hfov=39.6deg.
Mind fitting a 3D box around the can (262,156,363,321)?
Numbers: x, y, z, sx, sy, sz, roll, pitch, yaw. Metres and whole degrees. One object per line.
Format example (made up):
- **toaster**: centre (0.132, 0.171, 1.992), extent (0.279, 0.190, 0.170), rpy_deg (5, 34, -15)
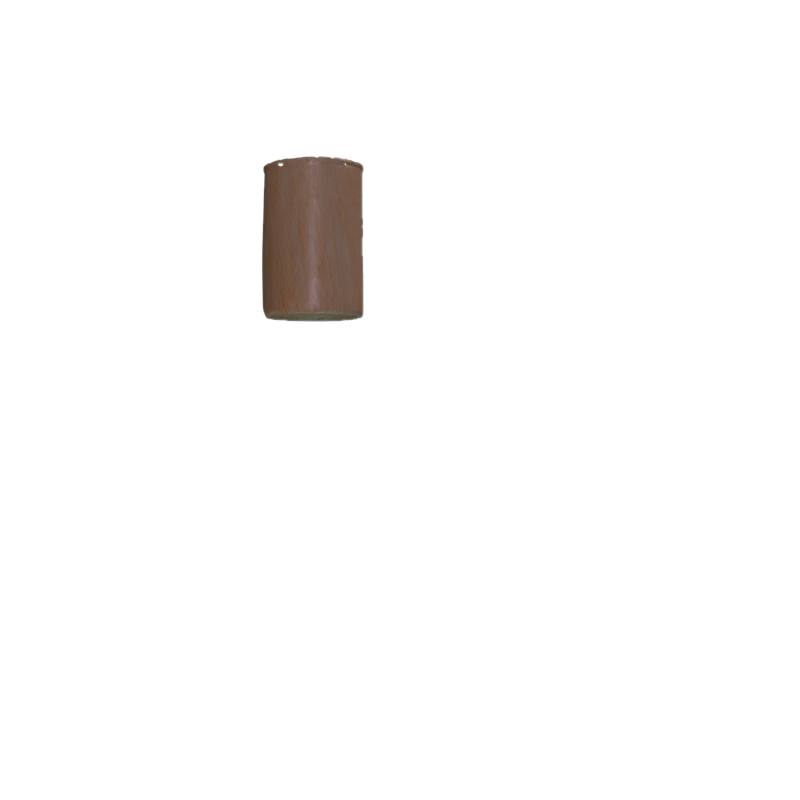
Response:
- **can**: centre (-0.058, -0.106, 0.742), extent (0.068, 0.104, 0.067), rpy_deg (0, -7, -2)
